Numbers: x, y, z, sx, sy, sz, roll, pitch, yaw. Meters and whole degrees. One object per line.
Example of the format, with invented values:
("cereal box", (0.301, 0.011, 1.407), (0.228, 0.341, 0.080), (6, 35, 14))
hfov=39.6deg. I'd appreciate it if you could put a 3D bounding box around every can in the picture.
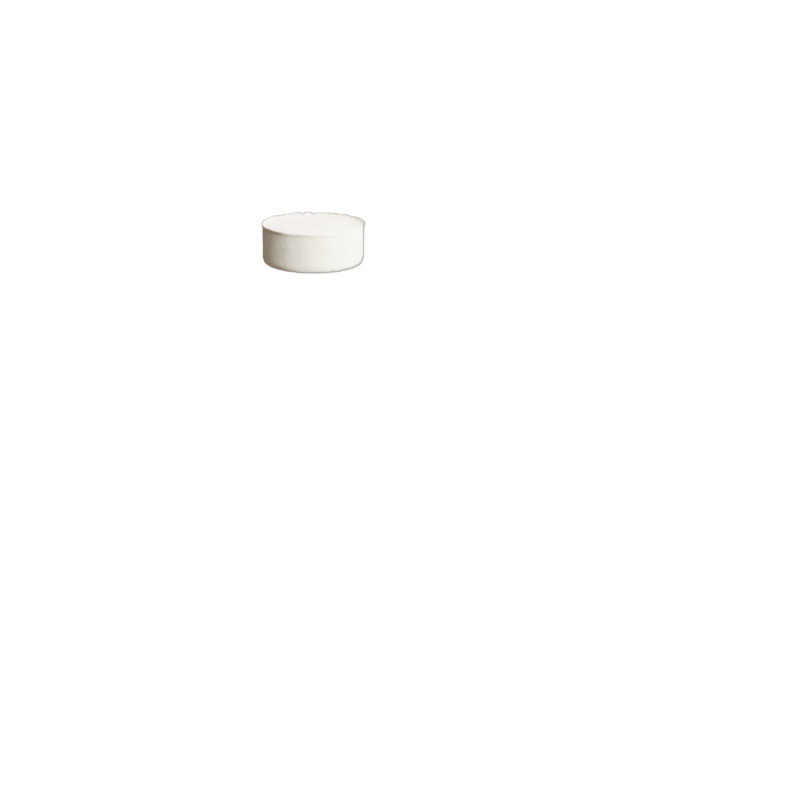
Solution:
("can", (-0.072, -0.131, 0.919), (0.086, 0.032, 0.089), (-1, 20, -2))
